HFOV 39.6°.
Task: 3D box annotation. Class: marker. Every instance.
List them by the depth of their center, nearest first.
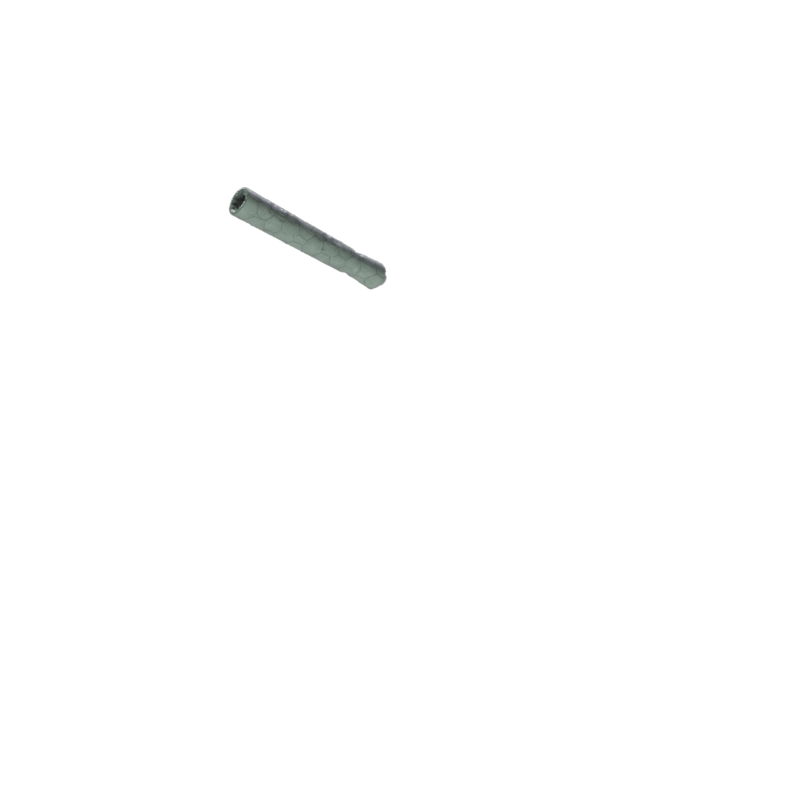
[{"bbox_3d":[-0.054,-0.099,0.694,0.114,0.020,0.021,25,-12,-34],"label":"marker"}]
